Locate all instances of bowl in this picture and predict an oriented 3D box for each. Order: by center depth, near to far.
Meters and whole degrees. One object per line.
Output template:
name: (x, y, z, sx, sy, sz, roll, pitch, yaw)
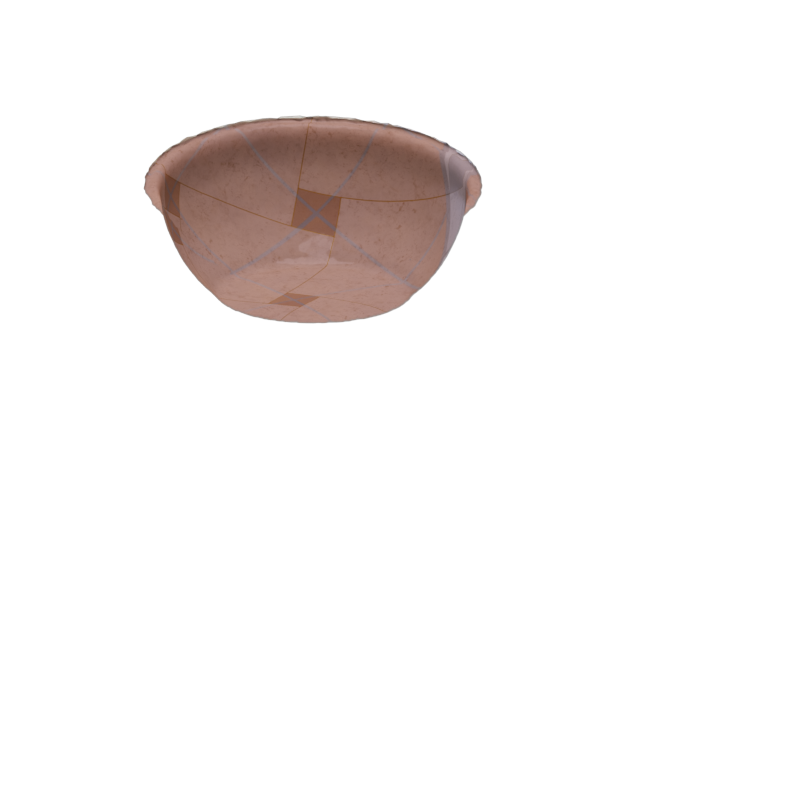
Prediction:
bowl: (-0.041, -0.075, 0.525, 0.162, 0.057, 0.156, 0, -14, -2)
